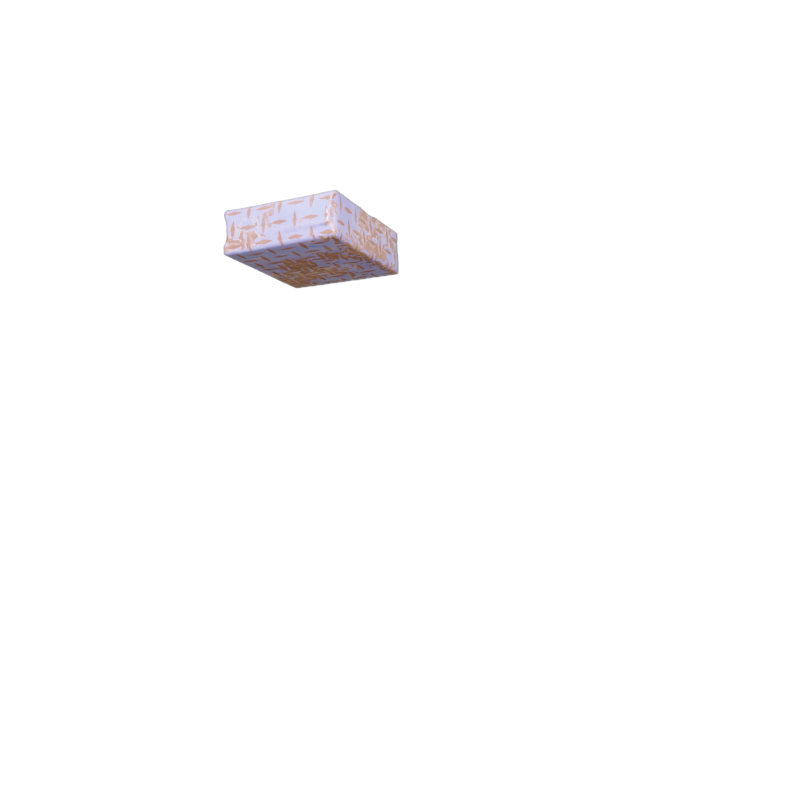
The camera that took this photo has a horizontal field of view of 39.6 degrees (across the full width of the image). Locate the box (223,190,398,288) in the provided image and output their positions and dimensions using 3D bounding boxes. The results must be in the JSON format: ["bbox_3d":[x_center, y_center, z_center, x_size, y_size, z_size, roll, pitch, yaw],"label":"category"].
[{"bbox_3d":[-0.052,-0.094,0.658,0.075,0.031,0.084,-6,-13,26],"label":"box"}]
